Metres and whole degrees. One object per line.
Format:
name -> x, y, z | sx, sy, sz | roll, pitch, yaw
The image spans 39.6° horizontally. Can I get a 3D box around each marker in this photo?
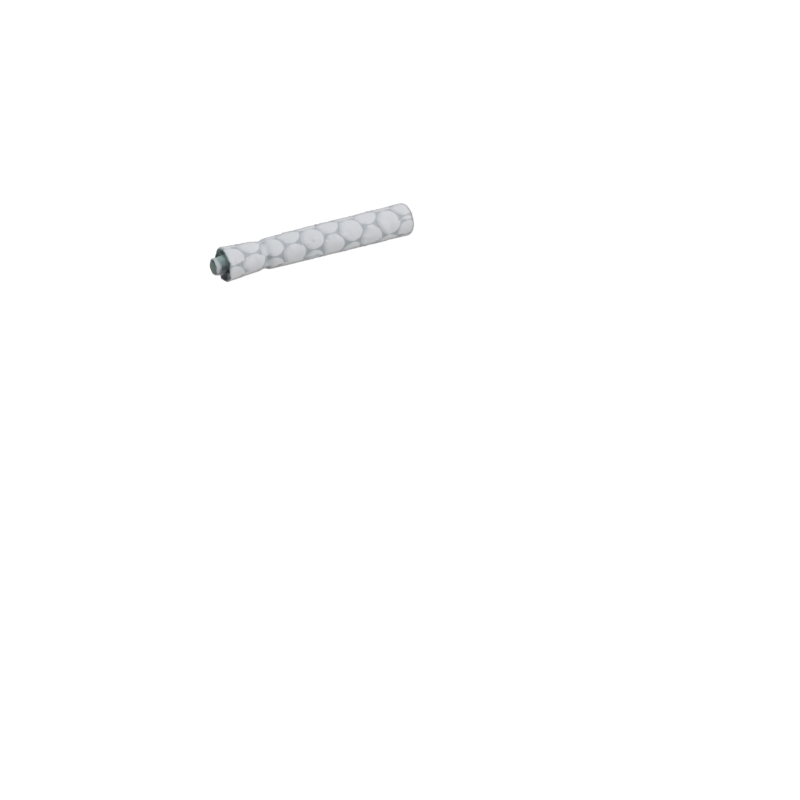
marker -> -0.047, -0.086, 0.603 | 0.119, 0.019, 0.020 | -18, 13, -27
